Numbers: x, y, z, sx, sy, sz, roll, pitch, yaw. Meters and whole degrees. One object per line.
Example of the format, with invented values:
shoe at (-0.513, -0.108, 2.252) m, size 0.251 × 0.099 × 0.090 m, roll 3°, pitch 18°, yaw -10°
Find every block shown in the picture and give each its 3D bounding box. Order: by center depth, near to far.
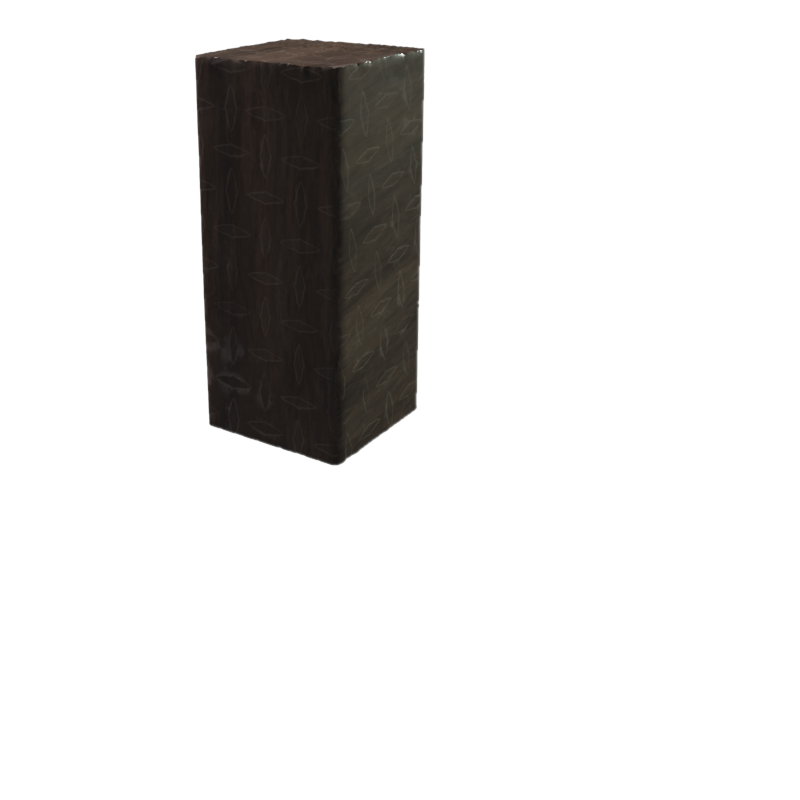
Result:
block at (-0.048, -0.086, 0.600) m, size 0.095 × 0.198 × 0.090 m, roll 13°, pitch 22°, yaw 30°
